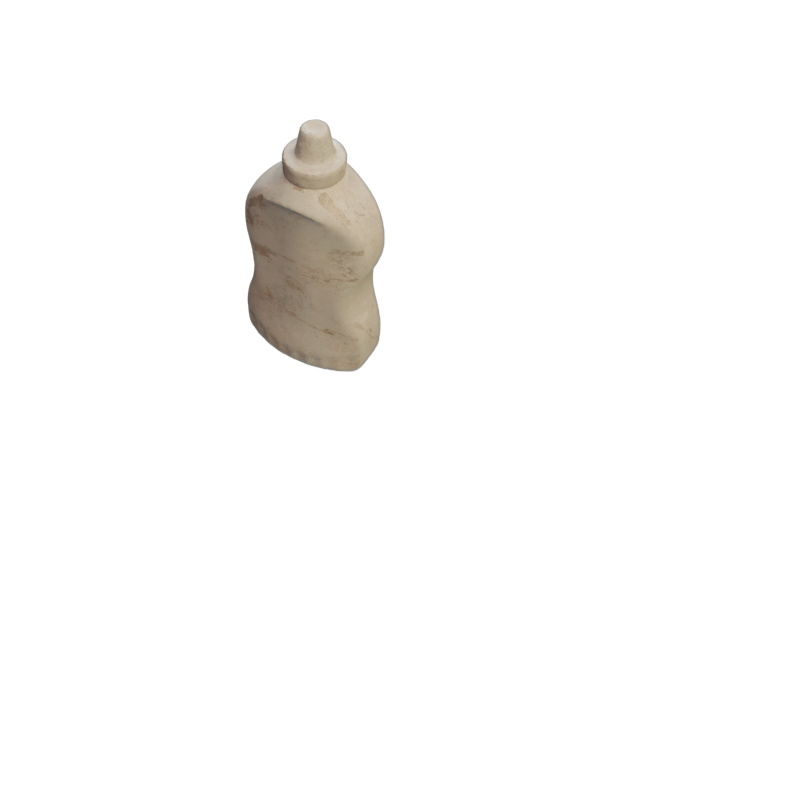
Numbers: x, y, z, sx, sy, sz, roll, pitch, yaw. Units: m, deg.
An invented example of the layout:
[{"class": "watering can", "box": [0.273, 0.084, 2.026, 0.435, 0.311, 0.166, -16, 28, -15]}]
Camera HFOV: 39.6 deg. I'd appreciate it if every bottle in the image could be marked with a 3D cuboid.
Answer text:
[{"class": "bottle", "box": [-0.058, -0.106, 0.740, 0.100, 0.179, 0.060, 27, 52, 20]}]
